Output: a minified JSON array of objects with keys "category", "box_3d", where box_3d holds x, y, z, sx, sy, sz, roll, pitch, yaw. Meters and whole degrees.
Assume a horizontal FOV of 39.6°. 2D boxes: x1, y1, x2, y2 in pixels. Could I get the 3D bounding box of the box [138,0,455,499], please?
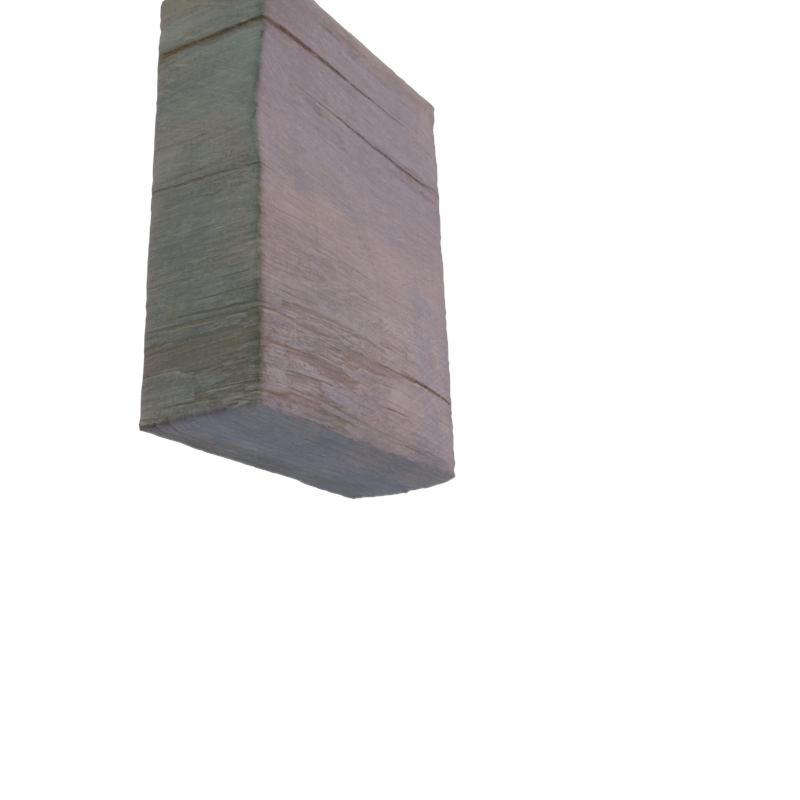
[{"category":"box","box_3d":[-0.041,-0.075,0.528,0.073,0.225,0.153,-15,-26,29]}]
